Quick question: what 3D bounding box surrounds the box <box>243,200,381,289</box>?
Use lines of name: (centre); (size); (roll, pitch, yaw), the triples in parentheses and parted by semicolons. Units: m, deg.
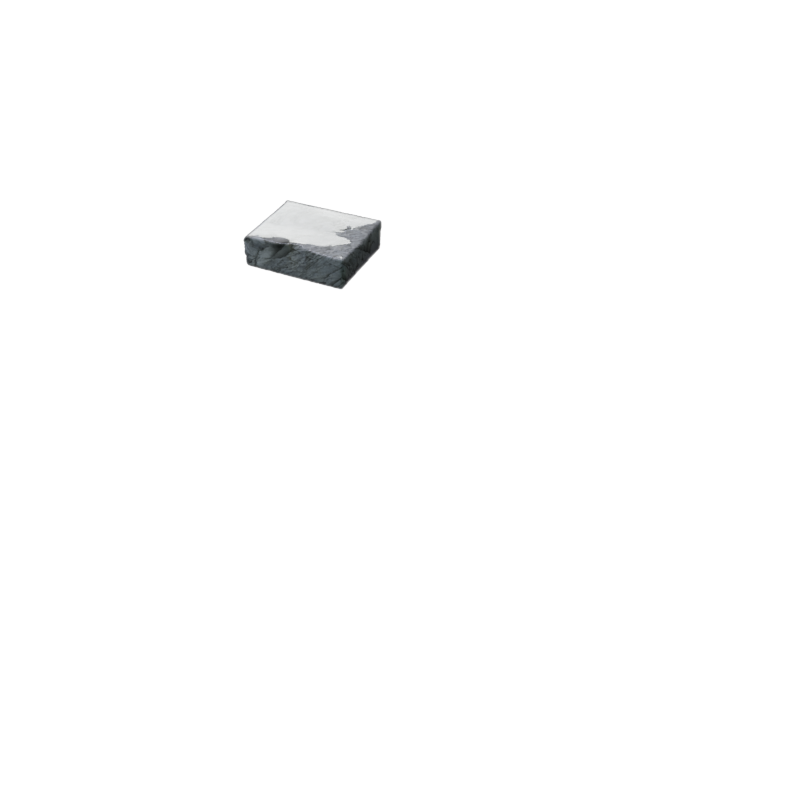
box: (-0.070, -0.127, 0.893); (0.093, 0.028, 0.075); (15, 37, 21)
